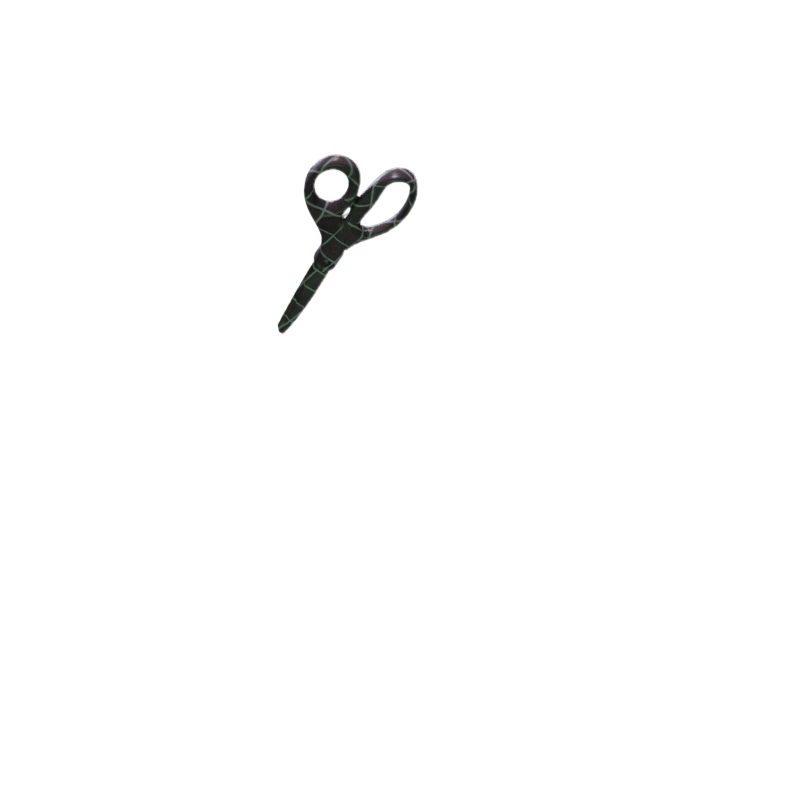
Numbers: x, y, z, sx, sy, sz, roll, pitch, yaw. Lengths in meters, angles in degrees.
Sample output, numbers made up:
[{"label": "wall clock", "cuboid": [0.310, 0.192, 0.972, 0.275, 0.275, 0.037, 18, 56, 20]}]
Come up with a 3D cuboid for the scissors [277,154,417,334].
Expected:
[{"label": "scissors", "cuboid": [-0.070, -0.128, 0.898, 0.091, 0.017, 0.199, 33, -53, -29]}]
